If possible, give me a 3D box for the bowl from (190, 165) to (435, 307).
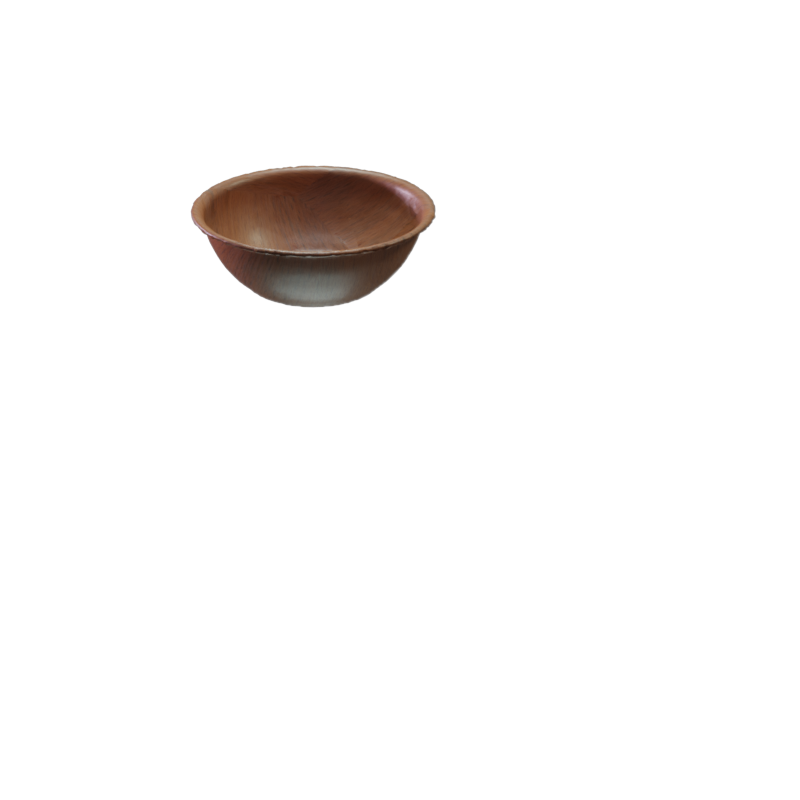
[{"bbox_3d":[-0.058,-0.106,0.744,0.162,0.052,0.172,-1,29,-2],"label":"bowl"}]
